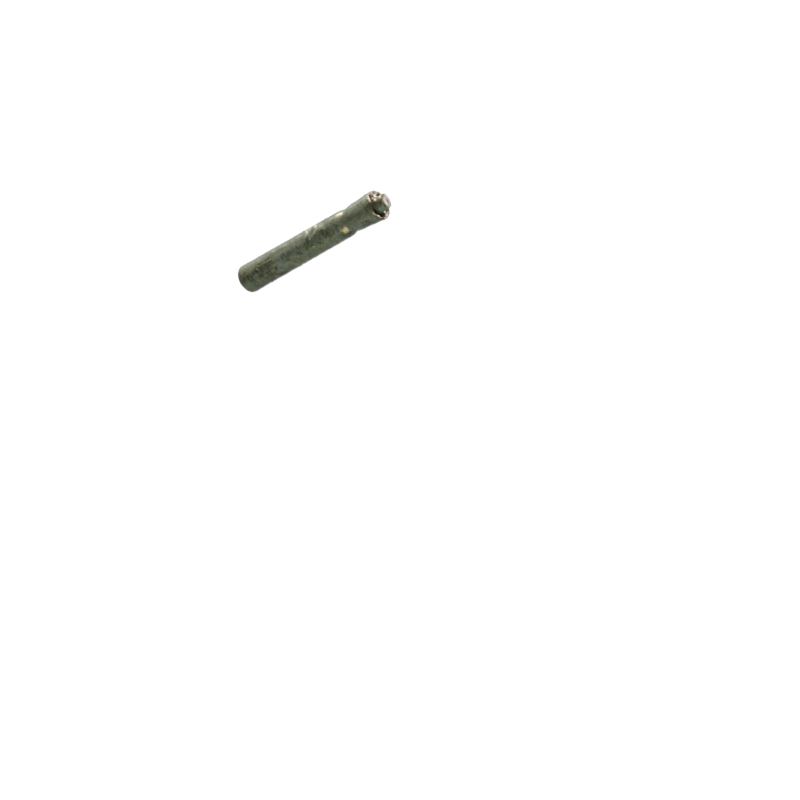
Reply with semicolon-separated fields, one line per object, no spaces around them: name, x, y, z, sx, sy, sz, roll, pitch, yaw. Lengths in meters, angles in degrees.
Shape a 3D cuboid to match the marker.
marker;-0.053;-0.097;0.681;0.121;0.020;0.019;-23;-11;36
